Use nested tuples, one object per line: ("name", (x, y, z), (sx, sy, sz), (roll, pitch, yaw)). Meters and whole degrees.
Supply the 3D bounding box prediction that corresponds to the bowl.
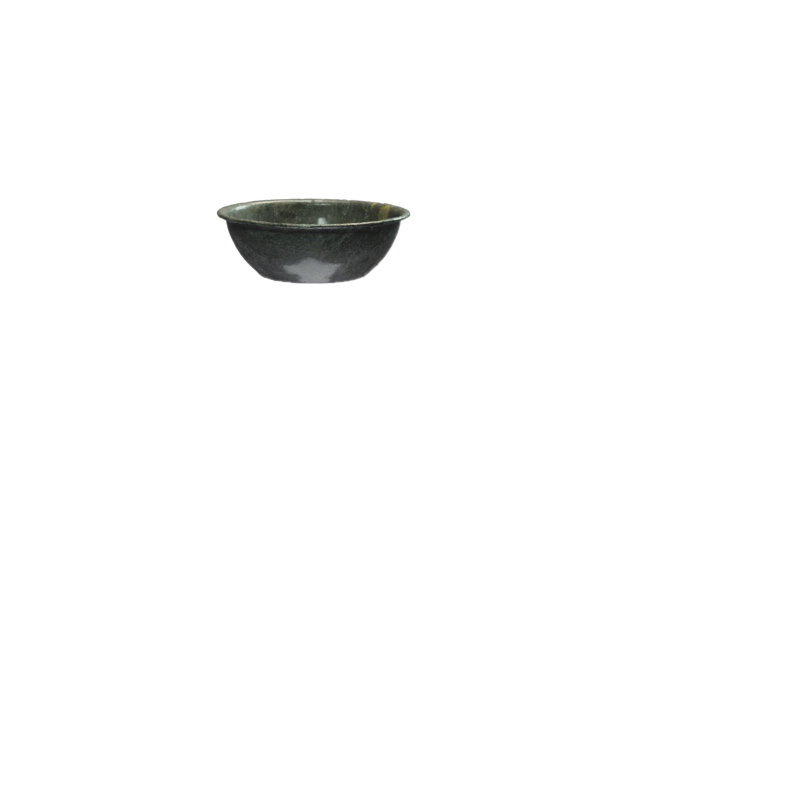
("bowl", (-0.073, -0.133, 0.929), (0.162, 0.053, 0.167), (-1, 16, -2))
